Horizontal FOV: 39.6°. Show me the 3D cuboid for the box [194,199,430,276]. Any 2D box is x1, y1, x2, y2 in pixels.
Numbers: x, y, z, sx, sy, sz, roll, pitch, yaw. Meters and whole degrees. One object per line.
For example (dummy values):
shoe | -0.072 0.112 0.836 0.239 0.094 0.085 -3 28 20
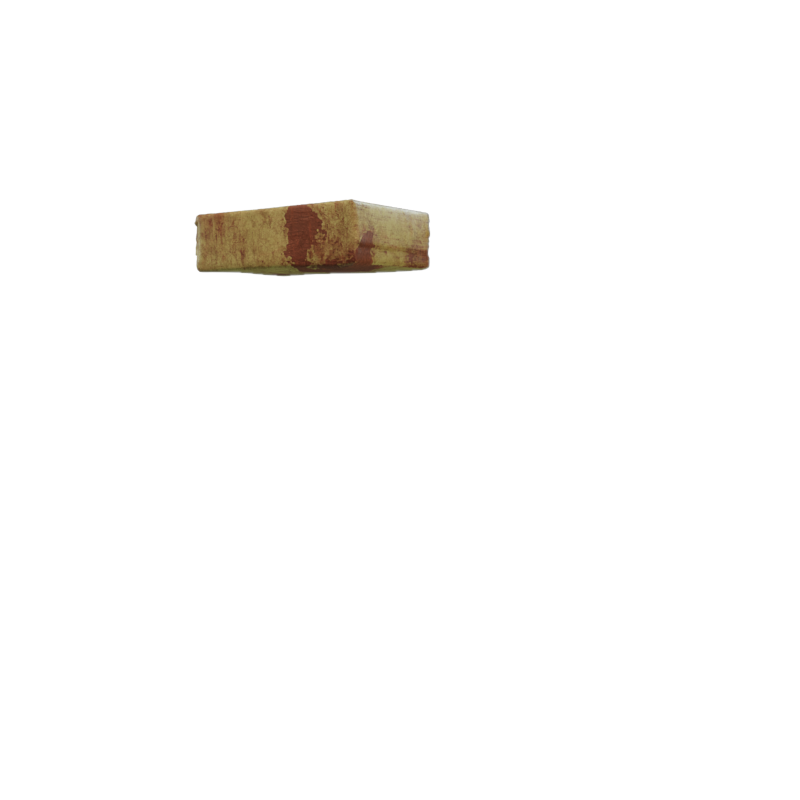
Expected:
box | -0.052 -0.094 0.660 0.118 0.039 0.087 3 5 32
